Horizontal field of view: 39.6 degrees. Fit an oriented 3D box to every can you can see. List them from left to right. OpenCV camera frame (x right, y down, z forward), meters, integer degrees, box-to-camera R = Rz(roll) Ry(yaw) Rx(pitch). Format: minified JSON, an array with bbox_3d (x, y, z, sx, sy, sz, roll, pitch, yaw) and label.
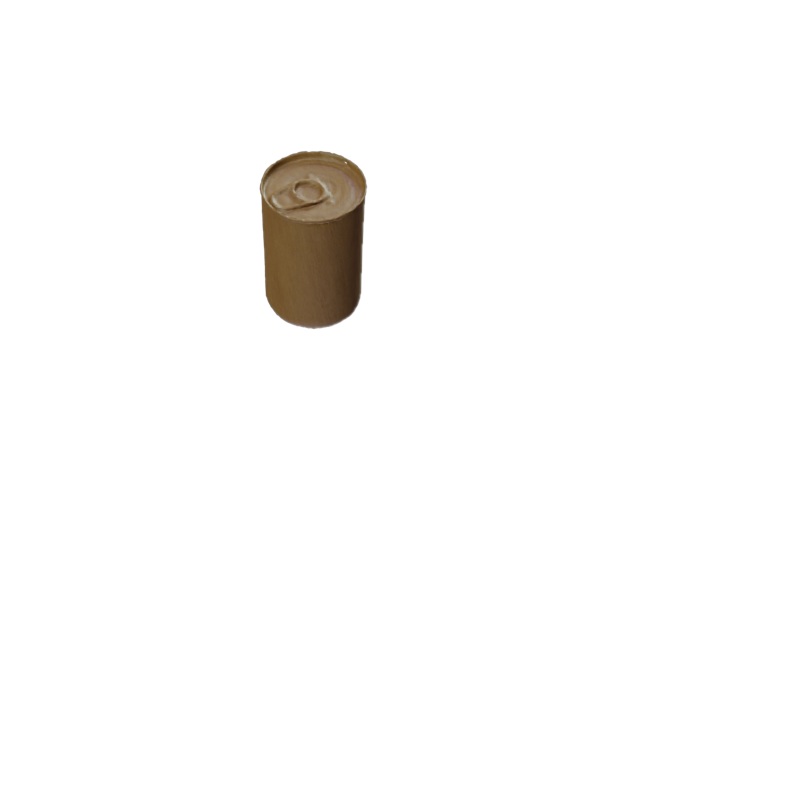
[{"bbox_3d":[-0.058,-0.105,0.736,0.068,0.074,0.095,0,-42,-3],"label":"can"}]
